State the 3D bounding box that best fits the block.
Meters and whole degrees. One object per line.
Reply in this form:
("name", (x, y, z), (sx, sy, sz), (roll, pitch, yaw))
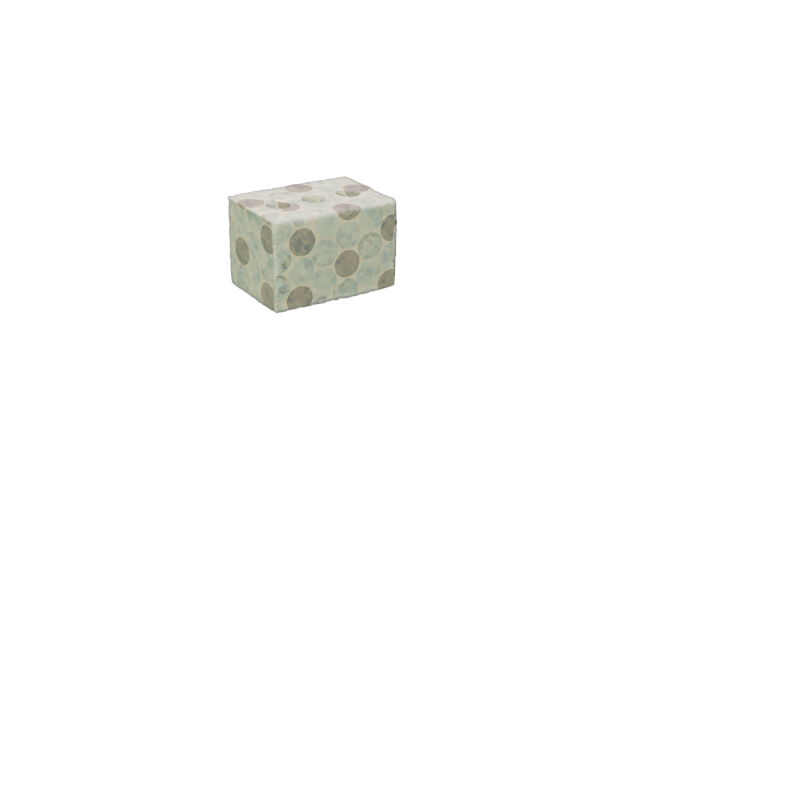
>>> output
("block", (-0.047, -0.086, 0.601), (0.076, 0.049, 0.056), (-15, 28, -30))
